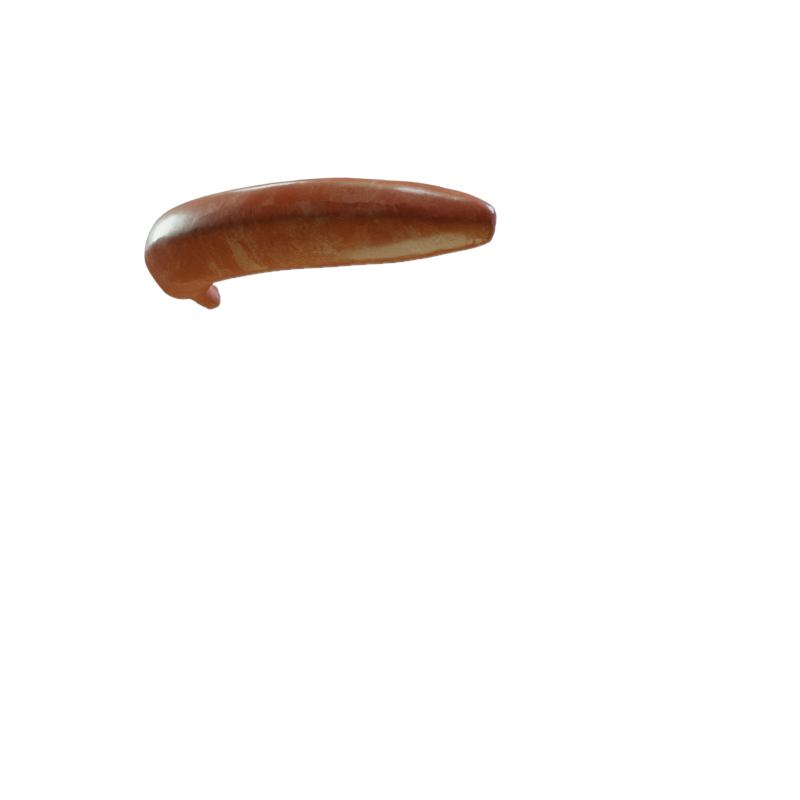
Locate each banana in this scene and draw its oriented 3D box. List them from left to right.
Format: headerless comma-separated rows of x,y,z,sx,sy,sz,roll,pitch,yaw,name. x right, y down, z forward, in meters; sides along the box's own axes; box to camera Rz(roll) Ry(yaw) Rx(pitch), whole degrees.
-0.053,-0.067,0.458,0.066,0.037,0.203,4,-4,-41,banana
